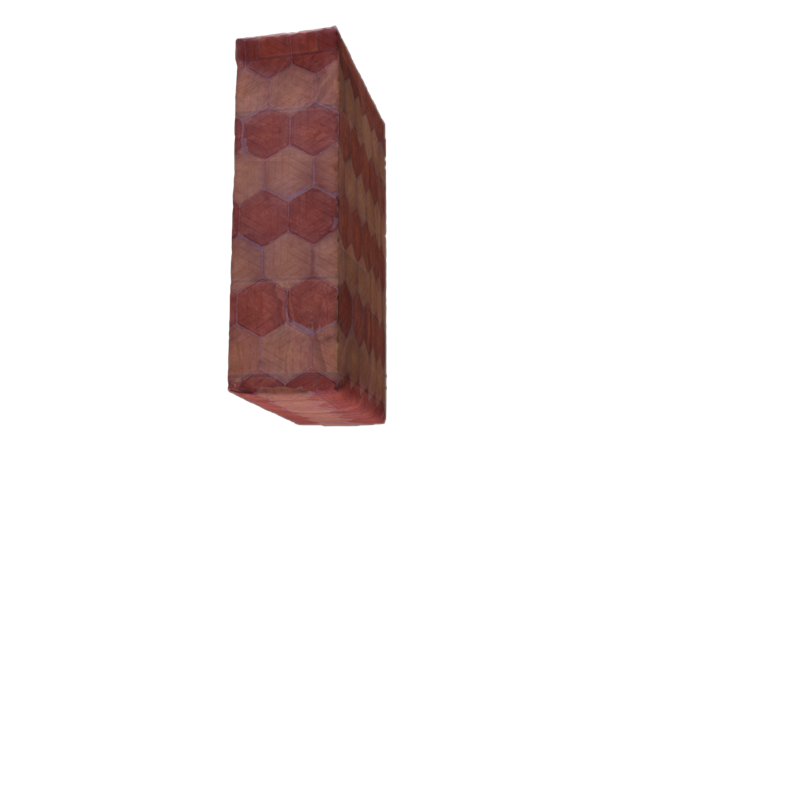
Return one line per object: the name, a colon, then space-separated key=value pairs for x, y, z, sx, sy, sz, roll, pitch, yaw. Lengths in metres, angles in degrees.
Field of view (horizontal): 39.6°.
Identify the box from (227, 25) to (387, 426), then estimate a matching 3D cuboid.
box: x=-0.054 y=-0.098 z=0.689 sx=0.073 sy=0.221 sz=0.157 roll=-3 pitch=-12 yaw=9
